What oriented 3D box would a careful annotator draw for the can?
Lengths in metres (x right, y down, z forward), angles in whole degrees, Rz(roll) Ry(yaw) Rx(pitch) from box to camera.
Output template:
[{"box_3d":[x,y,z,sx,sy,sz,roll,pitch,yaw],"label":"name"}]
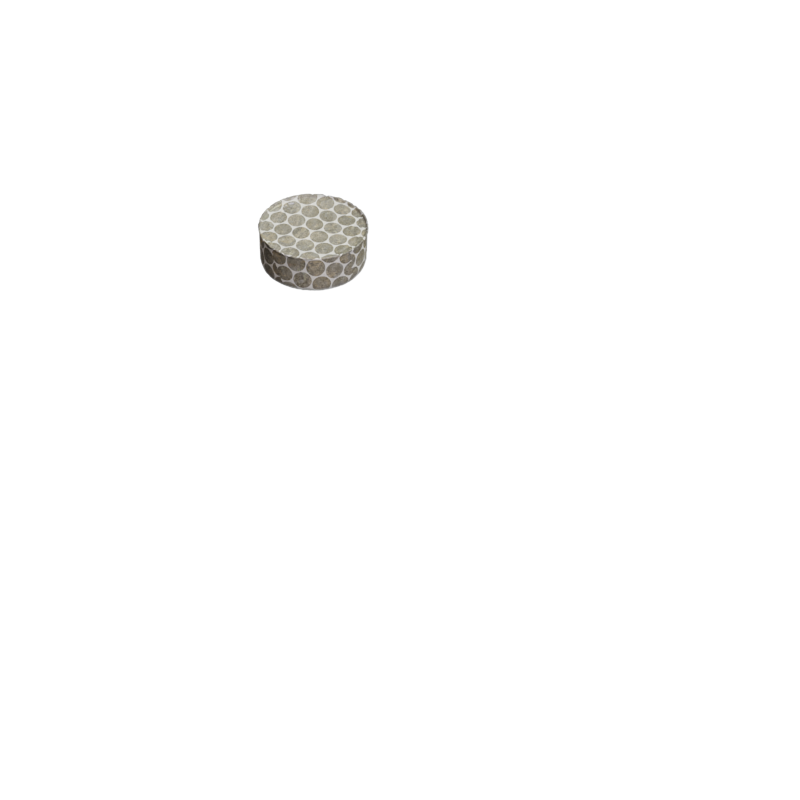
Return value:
[{"box_3d":[-0.068,-0.124,0.869,0.086,0.031,0.092,-1,42,-2],"label":"can"}]
